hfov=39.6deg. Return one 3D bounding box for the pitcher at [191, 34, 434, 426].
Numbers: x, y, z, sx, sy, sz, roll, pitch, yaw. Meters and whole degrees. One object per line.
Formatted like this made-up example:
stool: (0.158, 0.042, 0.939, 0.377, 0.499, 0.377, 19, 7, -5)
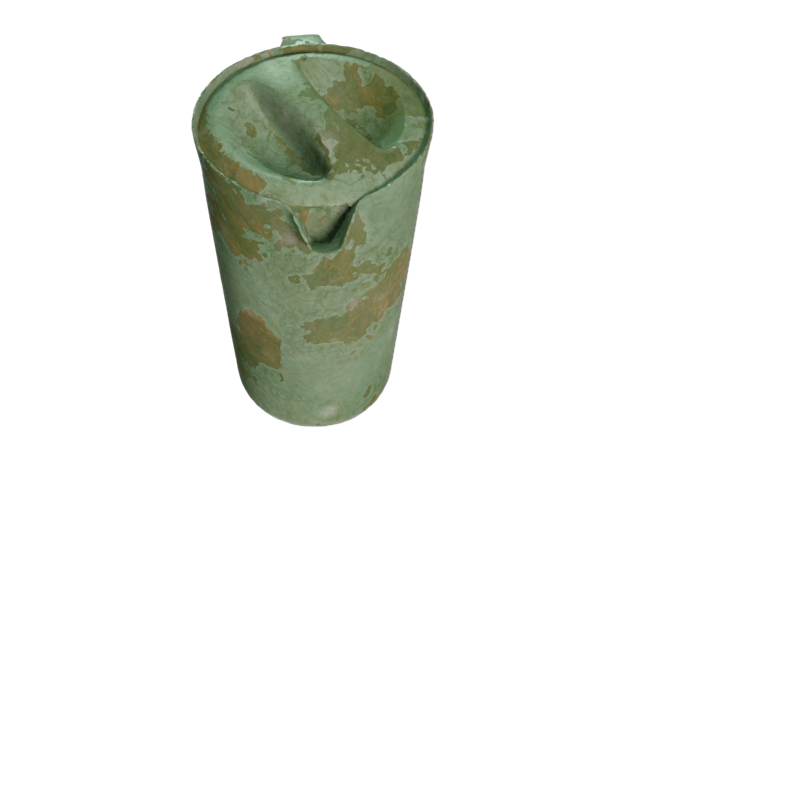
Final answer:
pitcher: (-0.055, -0.100, 0.701, 0.152, 0.152, 0.227, 32, -33, 20)
